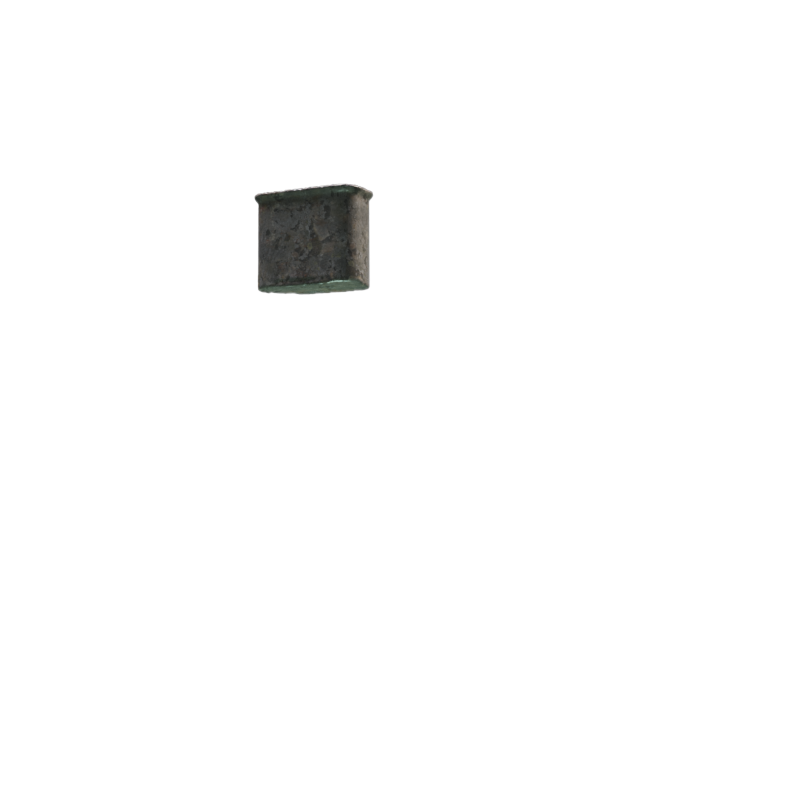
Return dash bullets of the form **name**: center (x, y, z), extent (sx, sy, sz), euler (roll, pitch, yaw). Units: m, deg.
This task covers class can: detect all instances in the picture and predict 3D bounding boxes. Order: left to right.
- **can**: center (-0.075, -0.136, 0.955), extent (0.105, 0.086, 0.055), euler (-3, -9, 26)
